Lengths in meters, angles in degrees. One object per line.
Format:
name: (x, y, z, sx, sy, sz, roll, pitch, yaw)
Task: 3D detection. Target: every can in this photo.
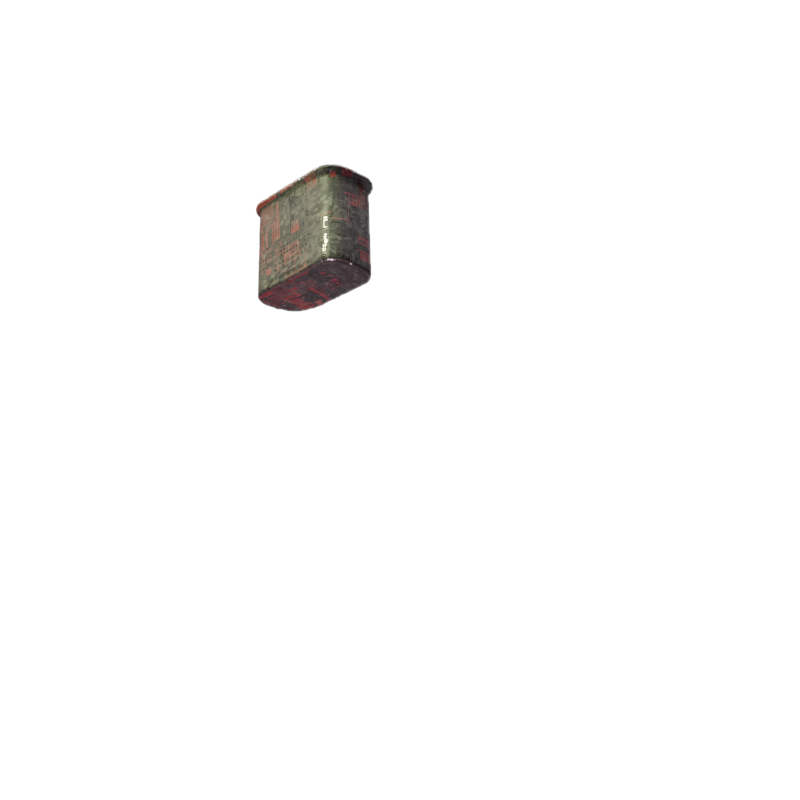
can: (-0.069, -0.126, 0.880, 0.054, 0.089, 0.102, 23, -34, -40)
